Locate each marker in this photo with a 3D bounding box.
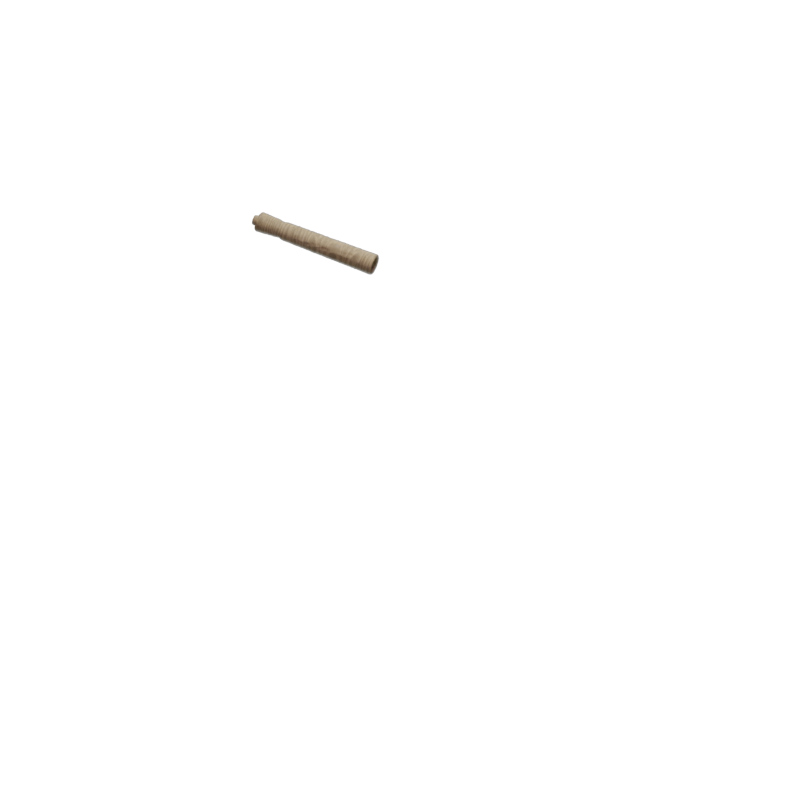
[{"bbox_3d":[-0.077,-0.141,0.987,0.125,0.019,0.019,23,10,18],"label":"marker"}]
